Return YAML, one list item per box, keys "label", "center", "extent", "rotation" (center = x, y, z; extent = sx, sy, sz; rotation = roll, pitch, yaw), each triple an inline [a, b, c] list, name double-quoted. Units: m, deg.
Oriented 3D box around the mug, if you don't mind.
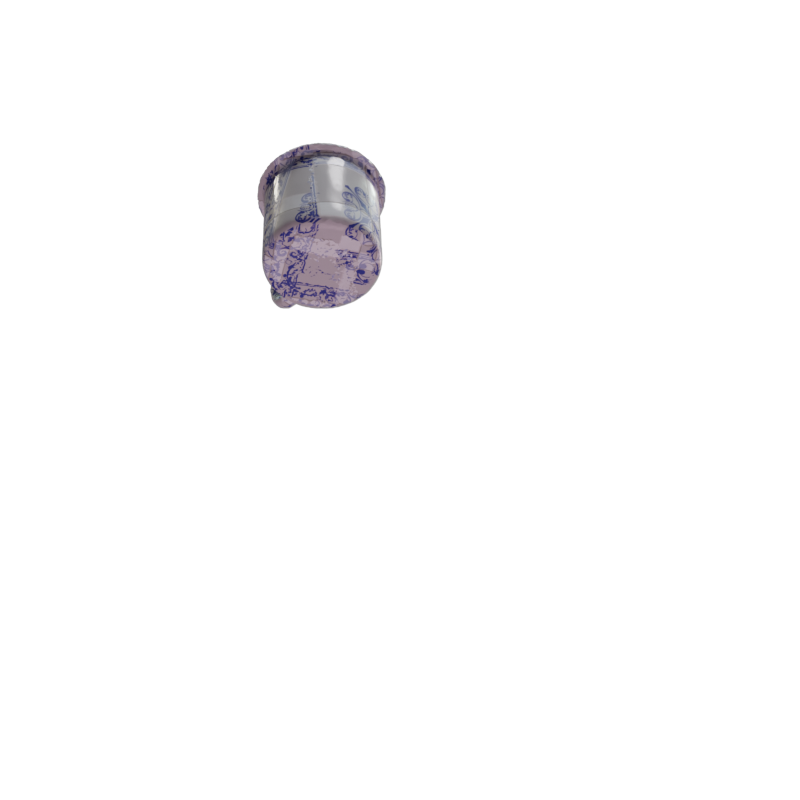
- label: "mug"
  center: [-0.061, -0.111, 0.779]
  extent: [0.089, 0.087, 0.114]
  rotation: [24, -52, -23]
